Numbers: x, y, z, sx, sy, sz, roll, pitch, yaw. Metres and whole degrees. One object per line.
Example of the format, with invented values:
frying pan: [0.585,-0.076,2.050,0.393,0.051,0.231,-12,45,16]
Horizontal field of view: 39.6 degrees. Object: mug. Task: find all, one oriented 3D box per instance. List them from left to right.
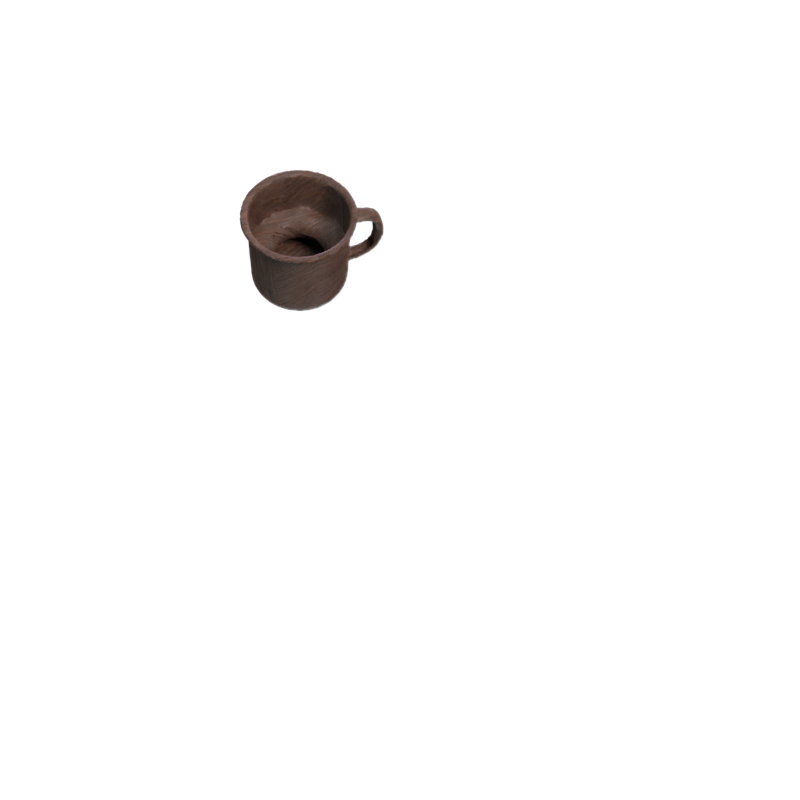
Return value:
mug: [-0.071,-0.129,0.905,0.116,0.100,0.076,-14,-32,-11]
